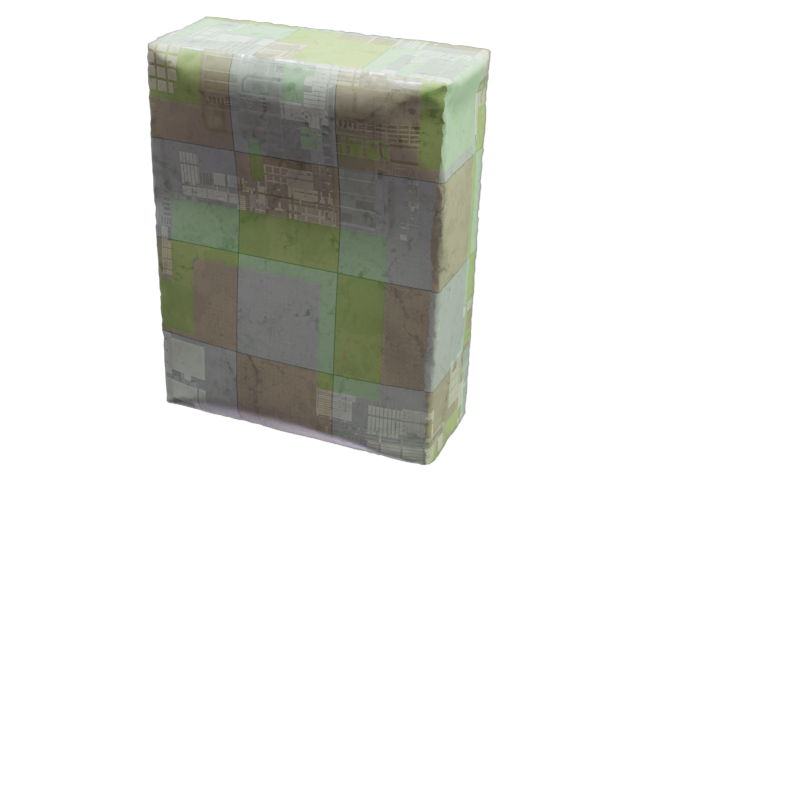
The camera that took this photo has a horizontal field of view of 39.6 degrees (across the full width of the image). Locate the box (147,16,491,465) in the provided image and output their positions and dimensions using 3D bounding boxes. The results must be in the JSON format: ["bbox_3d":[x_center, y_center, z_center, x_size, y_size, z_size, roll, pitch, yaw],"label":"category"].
[{"bbox_3d":[-0.046,-0.084,0.590,0.170,0.202,0.073,13,29,21],"label":"box"}]
